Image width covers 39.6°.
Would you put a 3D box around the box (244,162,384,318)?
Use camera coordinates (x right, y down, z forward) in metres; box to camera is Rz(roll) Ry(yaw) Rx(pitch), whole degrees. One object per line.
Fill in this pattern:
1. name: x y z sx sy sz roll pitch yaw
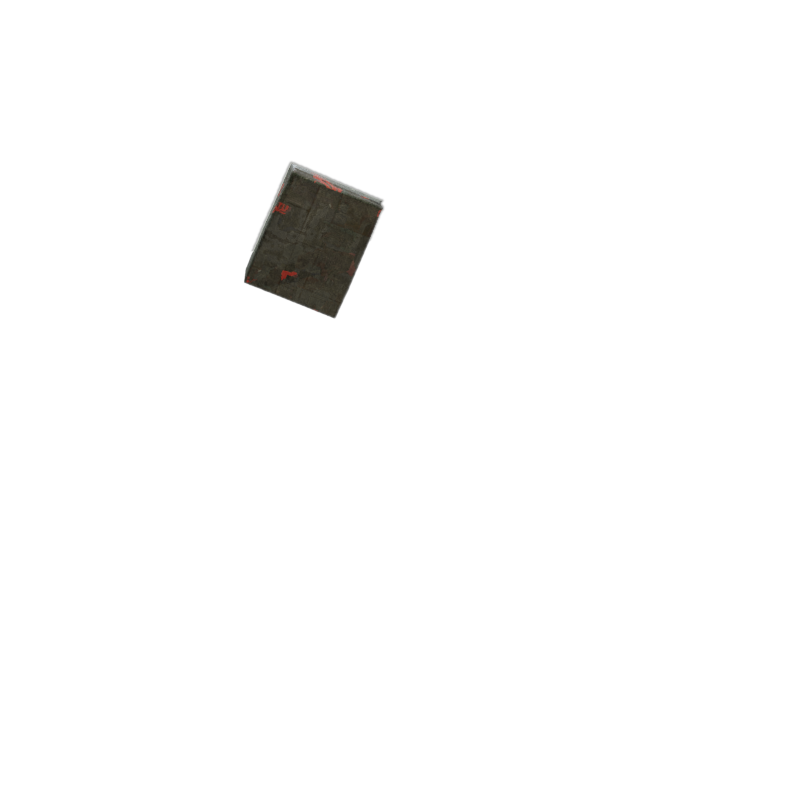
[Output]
1. box: -0.077 -0.140 0.978 0.088 0.111 0.041 23 16 -8
